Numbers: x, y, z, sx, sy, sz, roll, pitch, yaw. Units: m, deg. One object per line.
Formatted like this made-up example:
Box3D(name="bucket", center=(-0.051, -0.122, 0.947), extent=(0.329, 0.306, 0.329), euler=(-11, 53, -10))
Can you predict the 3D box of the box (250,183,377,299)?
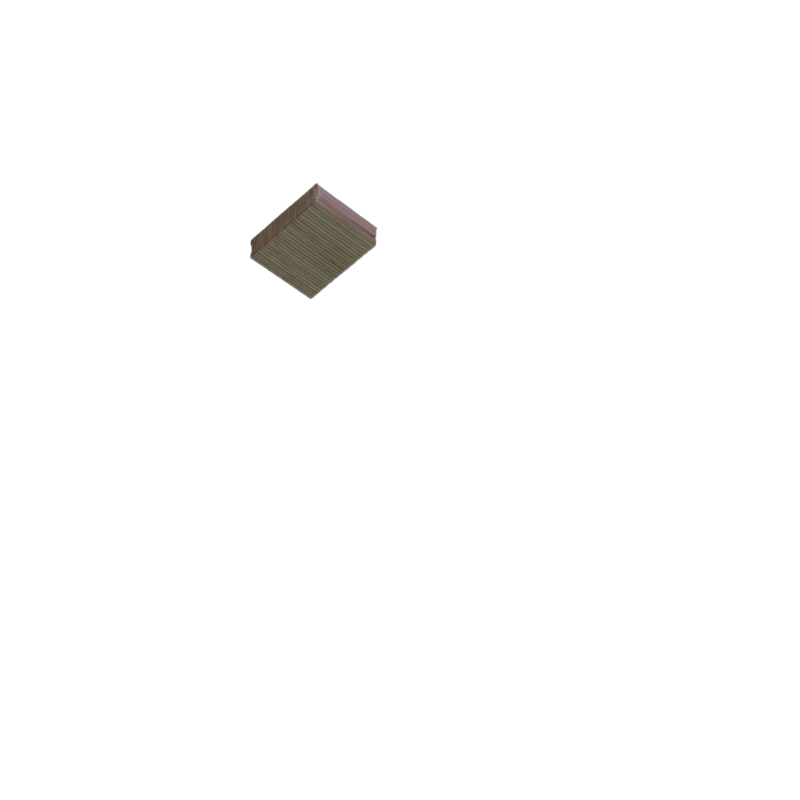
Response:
Box3D(name="box", center=(-0.076, -0.139, 0.971), extent=(0.069, 0.032, 0.088), euler=(35, -56, -28))
